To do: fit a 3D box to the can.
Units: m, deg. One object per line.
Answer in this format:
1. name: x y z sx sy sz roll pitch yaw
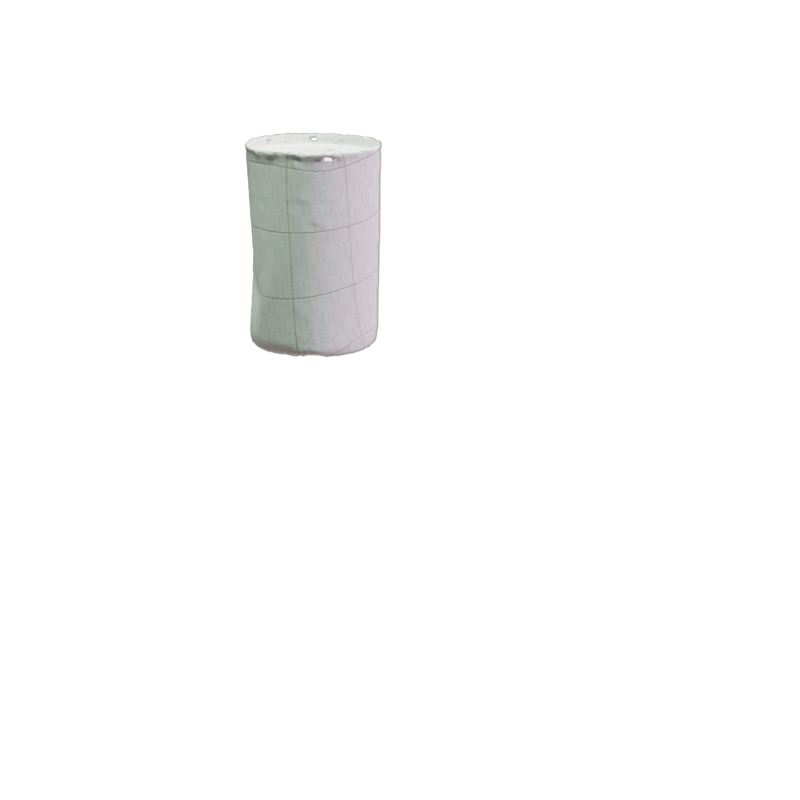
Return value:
1. can: -0.044 -0.080 0.560 0.068 0.099 0.071 0 16 -2
